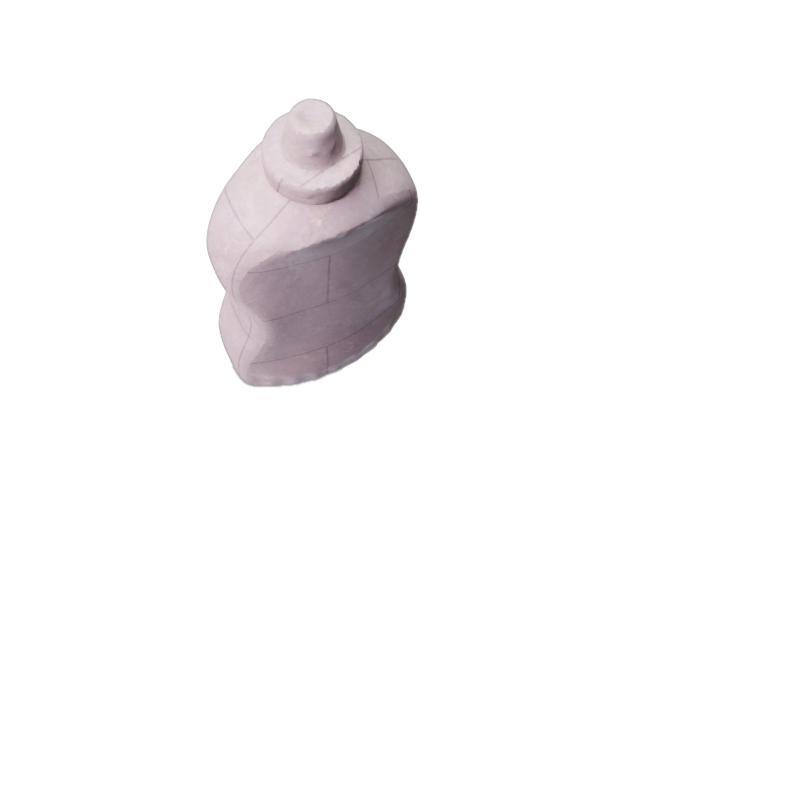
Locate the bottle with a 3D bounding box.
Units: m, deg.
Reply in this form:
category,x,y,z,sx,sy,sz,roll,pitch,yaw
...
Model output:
category,x,y,z,sx,sy,sz,roll,pitch,yaw
bottle,-0.040,-0.072,0.505,0.096,0.062,0.181,-23,-20,-13
